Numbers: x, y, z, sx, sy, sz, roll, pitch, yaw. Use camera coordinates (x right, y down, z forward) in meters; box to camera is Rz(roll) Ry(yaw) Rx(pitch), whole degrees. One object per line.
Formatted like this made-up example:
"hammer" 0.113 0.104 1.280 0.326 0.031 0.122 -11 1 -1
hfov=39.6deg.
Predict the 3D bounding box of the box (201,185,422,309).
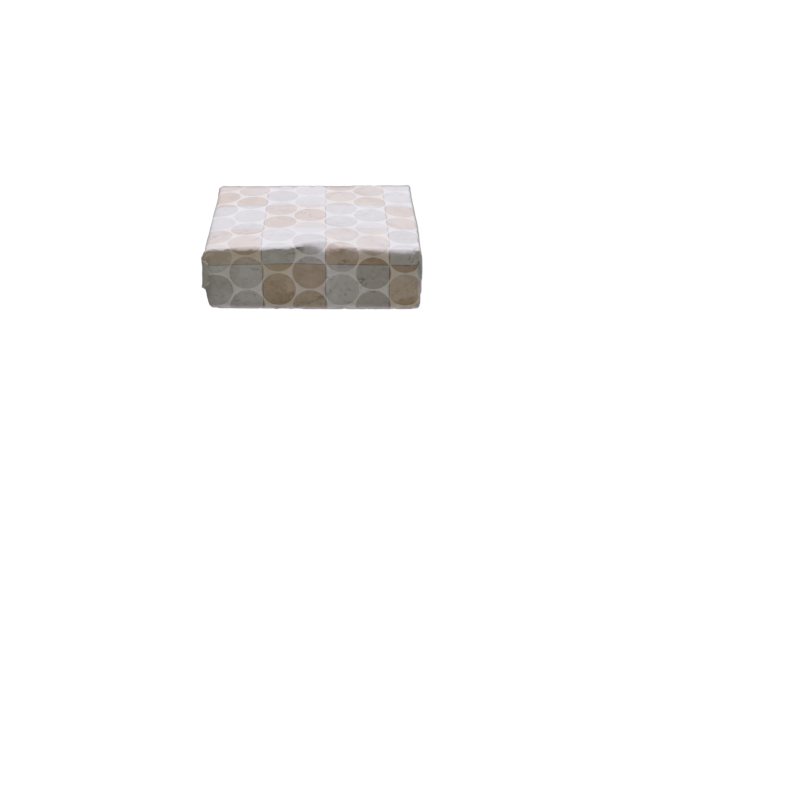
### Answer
"box" -0.037 -0.068 0.476 0.089 0.028 0.077 0 29 -1
